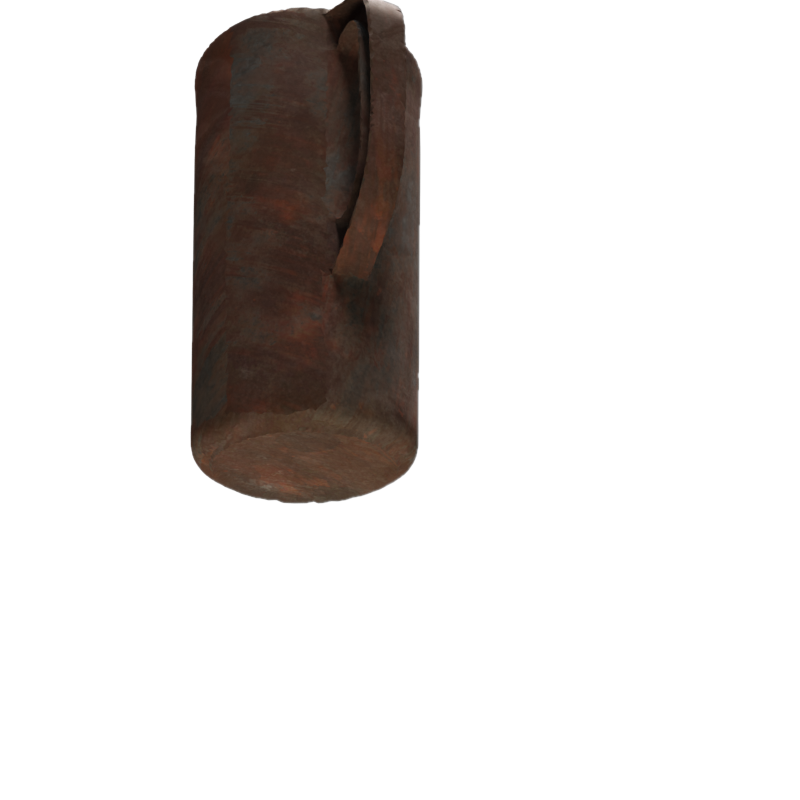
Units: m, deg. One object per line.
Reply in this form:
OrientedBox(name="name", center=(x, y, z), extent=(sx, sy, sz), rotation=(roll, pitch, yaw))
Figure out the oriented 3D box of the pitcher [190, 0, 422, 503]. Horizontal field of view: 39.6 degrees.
OrientedBox(name="pitcher", center=(-0.045, -0.082, 0.577), extent=(0.147, 0.259, 0.138), rotation=(-12, -32, 16))
